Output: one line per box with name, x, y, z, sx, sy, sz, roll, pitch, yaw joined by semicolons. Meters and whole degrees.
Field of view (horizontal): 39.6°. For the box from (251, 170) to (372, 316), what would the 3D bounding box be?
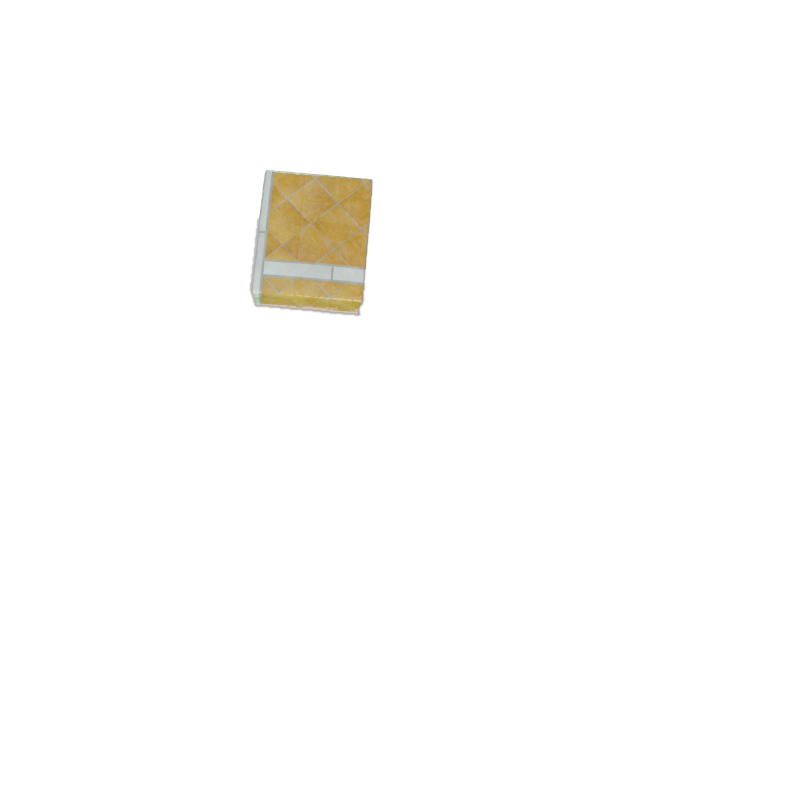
box;-0.071;-0.129;0.906;0.090;0.119;0.037;4;-21;1
